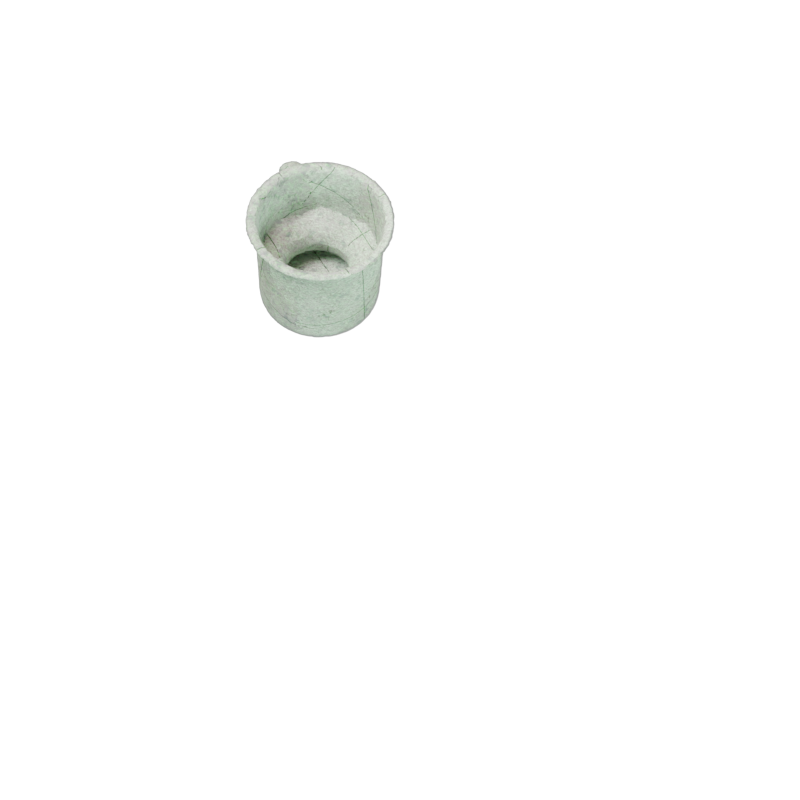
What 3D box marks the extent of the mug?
[{"bbox_3d":[-0.057,-0.104,0.729,0.092,0.126,0.076,-18,-31,-13],"label":"mug"}]
